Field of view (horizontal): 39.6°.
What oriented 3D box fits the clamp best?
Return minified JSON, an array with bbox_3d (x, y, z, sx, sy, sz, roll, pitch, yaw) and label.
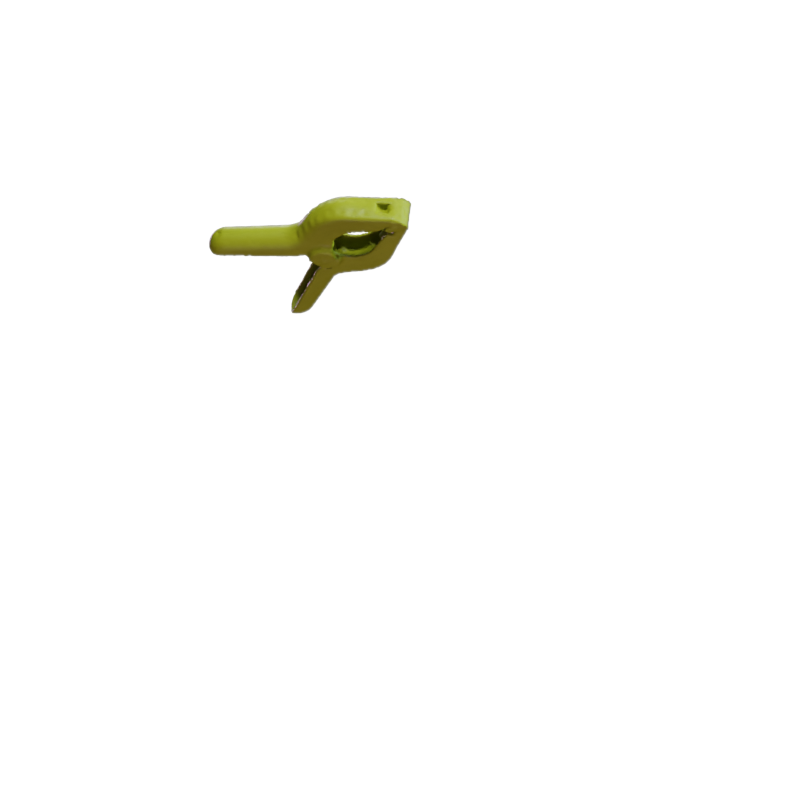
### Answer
[{"bbox_3d":[-0.071,-0.130,0.913,0.113,0.042,0.171,26,-38,-38],"label":"clamp"}]
